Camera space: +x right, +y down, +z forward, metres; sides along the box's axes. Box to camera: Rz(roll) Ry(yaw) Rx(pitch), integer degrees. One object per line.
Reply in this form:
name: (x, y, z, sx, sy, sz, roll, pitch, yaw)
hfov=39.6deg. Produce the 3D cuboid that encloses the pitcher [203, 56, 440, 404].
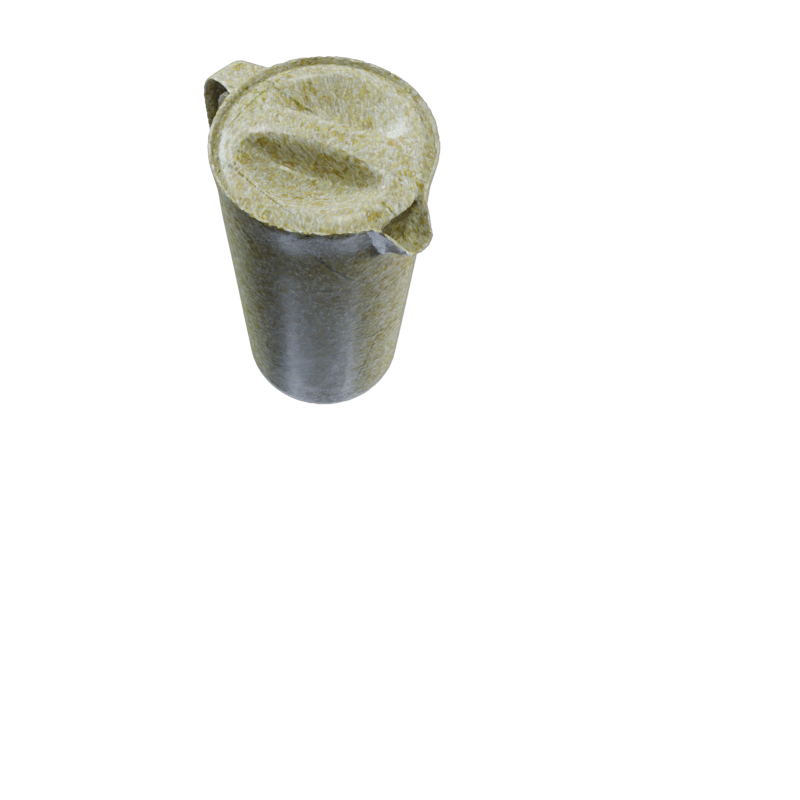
pitcher: (-0.057, -0.104, 0.730, 0.145, 0.159, 0.228, 3, -30, -2)
